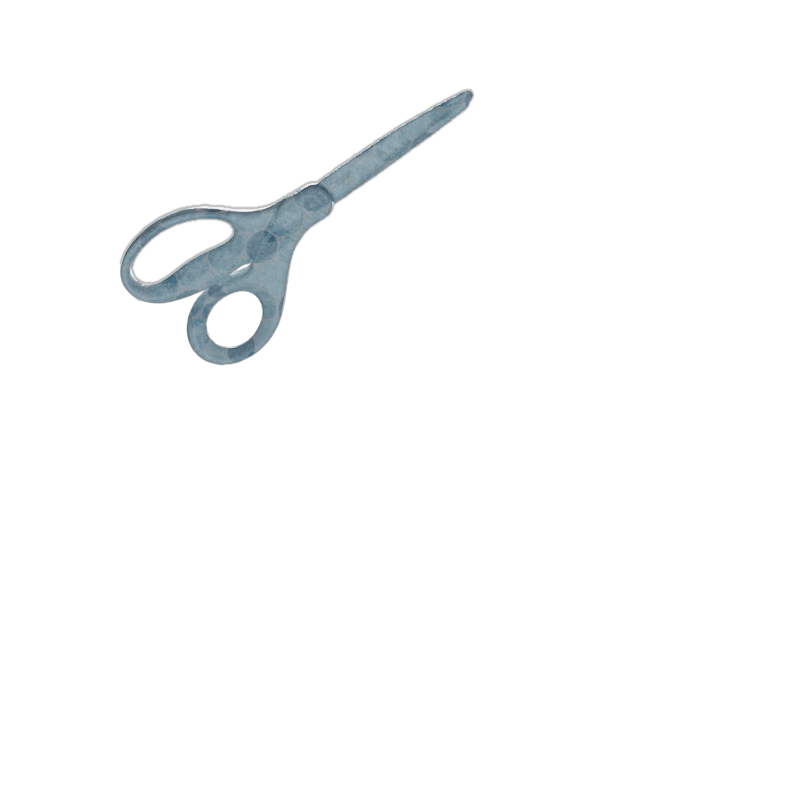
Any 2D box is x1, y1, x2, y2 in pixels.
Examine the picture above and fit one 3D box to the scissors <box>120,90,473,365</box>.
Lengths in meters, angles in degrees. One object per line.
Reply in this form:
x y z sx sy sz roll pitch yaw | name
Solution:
-0.045 -0.082 0.573 0.202 0.092 0.016 -18 18 6 | scissors
